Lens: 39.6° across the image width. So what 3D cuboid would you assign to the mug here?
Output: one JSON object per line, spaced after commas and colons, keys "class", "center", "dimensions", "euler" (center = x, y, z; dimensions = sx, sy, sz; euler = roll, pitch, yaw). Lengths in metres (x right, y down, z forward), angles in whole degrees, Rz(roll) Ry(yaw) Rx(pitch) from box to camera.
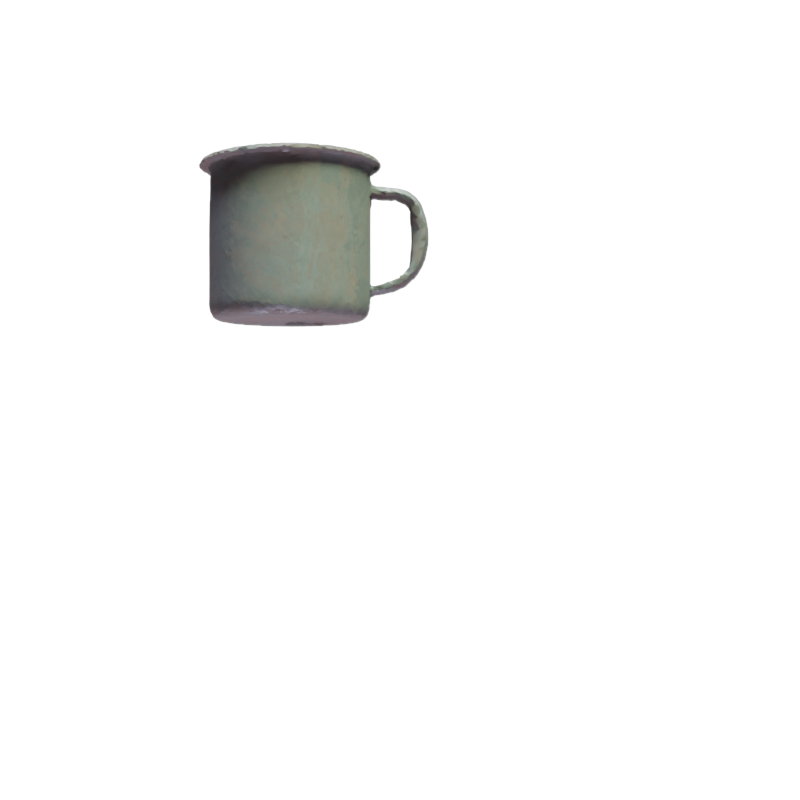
{"class": "mug", "center": [-0.044, -0.081, 0.566], "dimensions": [0.117, 0.083, 0.092], "euler": [0, -4, -3]}
